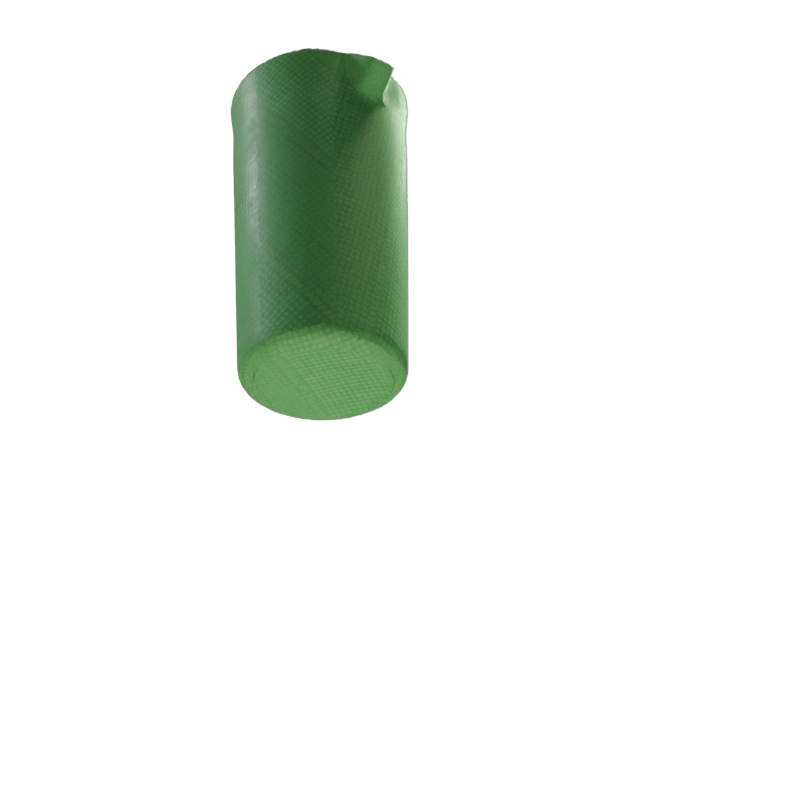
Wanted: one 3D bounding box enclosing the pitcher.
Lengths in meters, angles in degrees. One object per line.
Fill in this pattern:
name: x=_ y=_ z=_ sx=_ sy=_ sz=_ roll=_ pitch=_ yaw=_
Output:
pitcher: x=-0.060 y=-0.110 z=0.770 sx=0.146 sy=0.260 sz=0.138 roll=-7 pitch=-35 yaw=6
